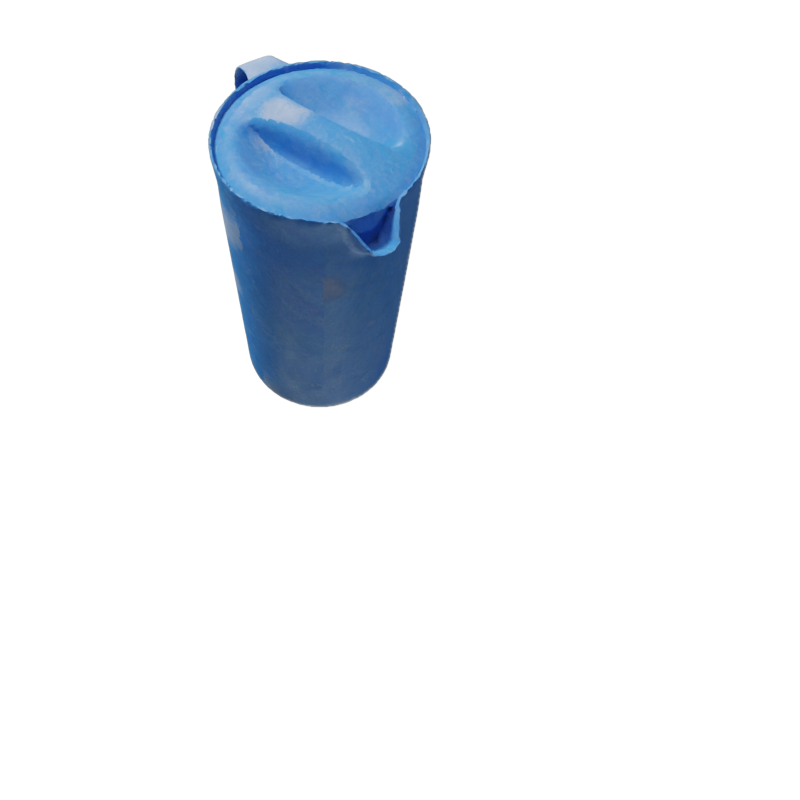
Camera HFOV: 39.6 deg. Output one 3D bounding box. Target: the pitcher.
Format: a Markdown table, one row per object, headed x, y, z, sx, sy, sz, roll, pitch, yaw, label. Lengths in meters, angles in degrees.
| x | y | z | sx | sy | sz | roll | pitch | yaw | label |
| --- | --- | --- | --- | --- | --- | --- | --- | --- | --- |
| -0.059 | -0.108 | 0.755 | 0.147 | 0.157 | 0.227 | 14 | -33 | 6 | pitcher |
